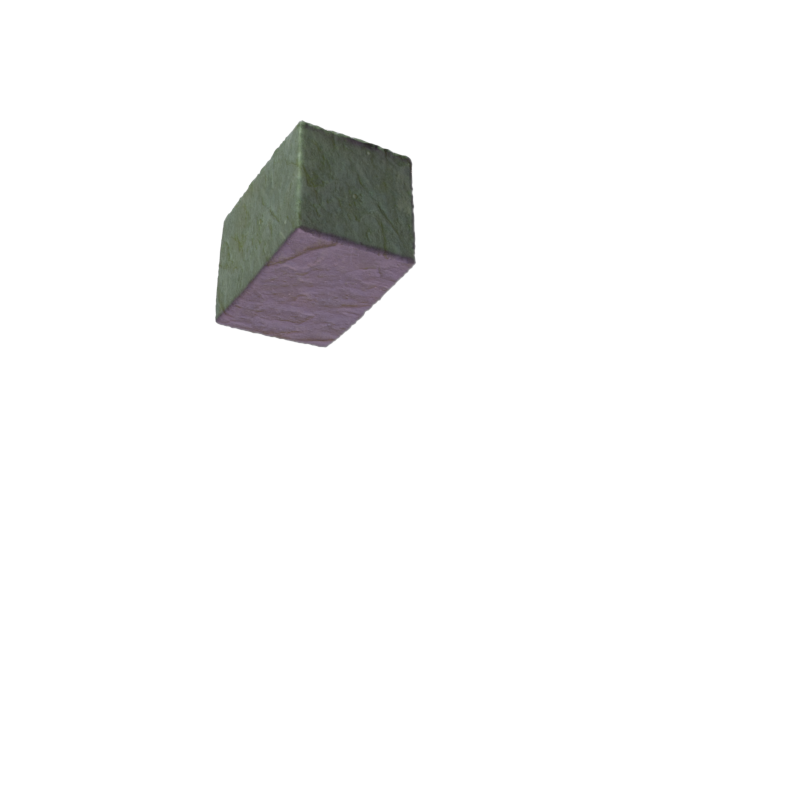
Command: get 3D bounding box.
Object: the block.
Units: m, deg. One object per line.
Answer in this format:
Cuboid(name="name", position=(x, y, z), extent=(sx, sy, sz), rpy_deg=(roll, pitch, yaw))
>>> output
Cuboid(name="block", position=(-0.035, -0.064, 0.448), extent=(0.050, 0.055, 0.076), rpy_deg=(15, -33, -26))
